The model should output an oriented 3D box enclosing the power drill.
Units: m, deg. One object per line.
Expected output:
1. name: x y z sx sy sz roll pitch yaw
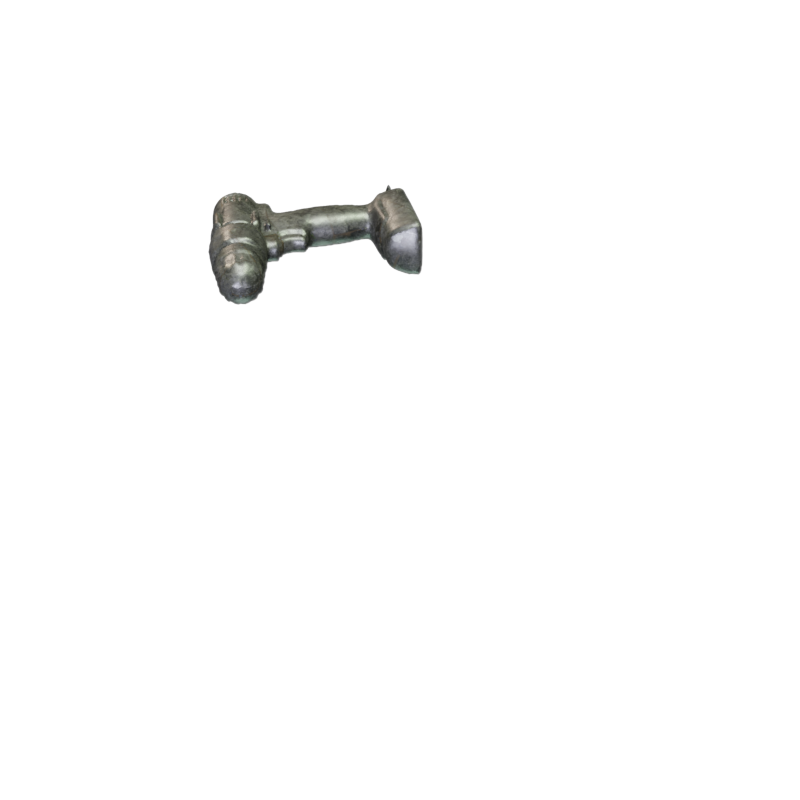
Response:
1. power drill: -0.078 -0.142 0.994 0.186 0.054 0.197 -4 31 -6
